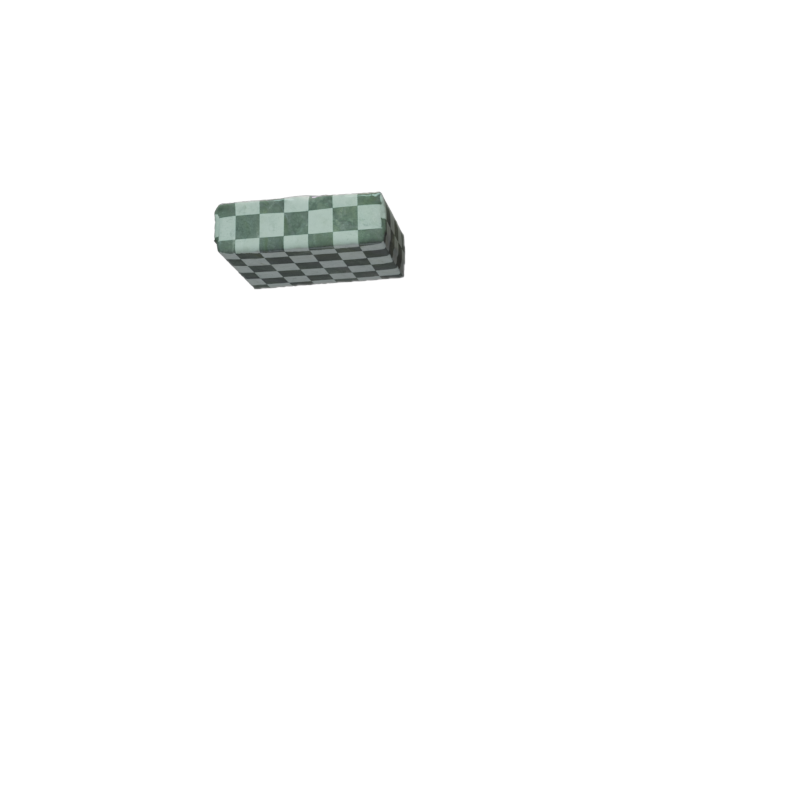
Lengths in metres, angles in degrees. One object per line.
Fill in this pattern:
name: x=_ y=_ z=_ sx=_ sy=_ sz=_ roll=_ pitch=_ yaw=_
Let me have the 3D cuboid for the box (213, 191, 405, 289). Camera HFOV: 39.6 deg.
box: x=-0.046 y=-0.084 z=0.591 sx=0.090 sy=0.031 sz=0.070 roll=-2 pitch=-11 yaw=11
